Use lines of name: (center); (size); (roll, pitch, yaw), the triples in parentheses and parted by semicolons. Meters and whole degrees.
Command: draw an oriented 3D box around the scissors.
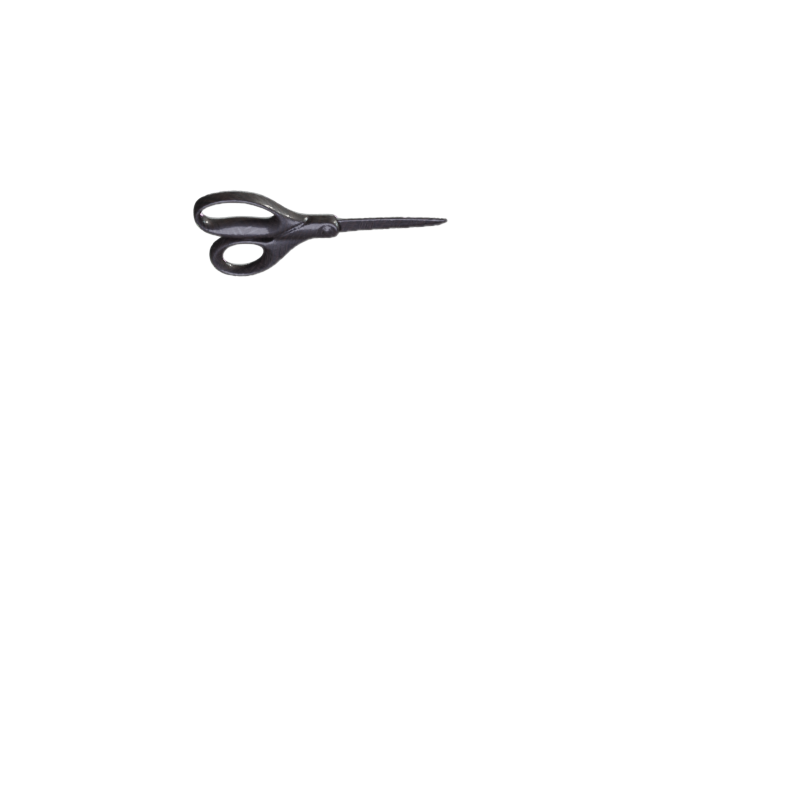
scissors: (-0.071, -0.130, 0.908); (0.199, 0.017, 0.091); (8, -42, -9)
